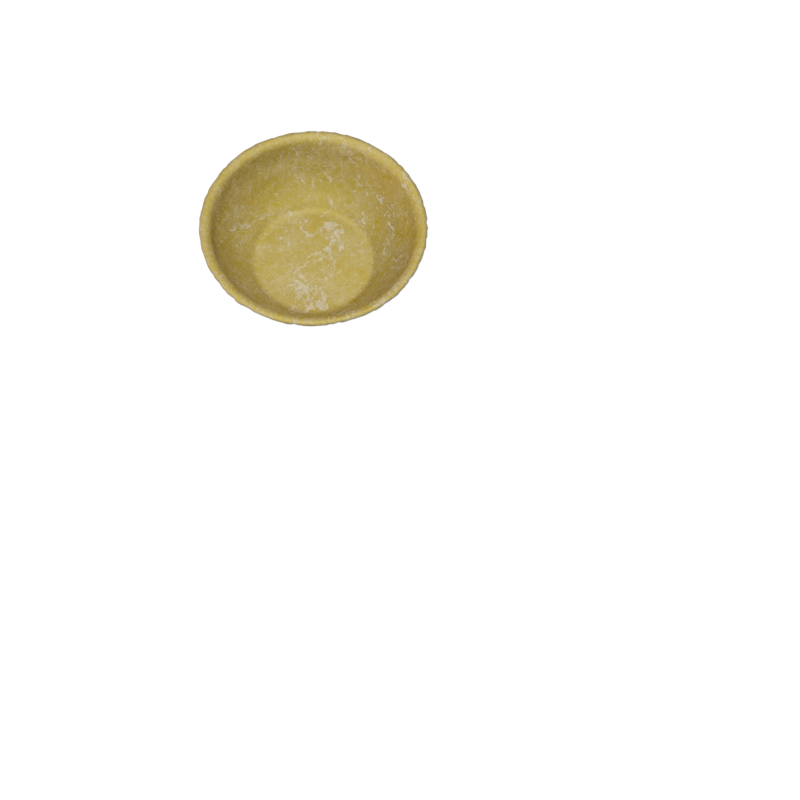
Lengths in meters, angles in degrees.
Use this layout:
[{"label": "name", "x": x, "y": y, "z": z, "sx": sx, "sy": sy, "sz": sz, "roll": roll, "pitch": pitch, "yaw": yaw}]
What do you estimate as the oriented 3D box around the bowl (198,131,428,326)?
[{"label": "bowl", "x": -0.063, "y": -0.115, "z": 0.804, "sx": 0.162, "sy": 0.172, "sz": 0.052, "roll": -1, "pitch": -29, "yaw": -1}]
